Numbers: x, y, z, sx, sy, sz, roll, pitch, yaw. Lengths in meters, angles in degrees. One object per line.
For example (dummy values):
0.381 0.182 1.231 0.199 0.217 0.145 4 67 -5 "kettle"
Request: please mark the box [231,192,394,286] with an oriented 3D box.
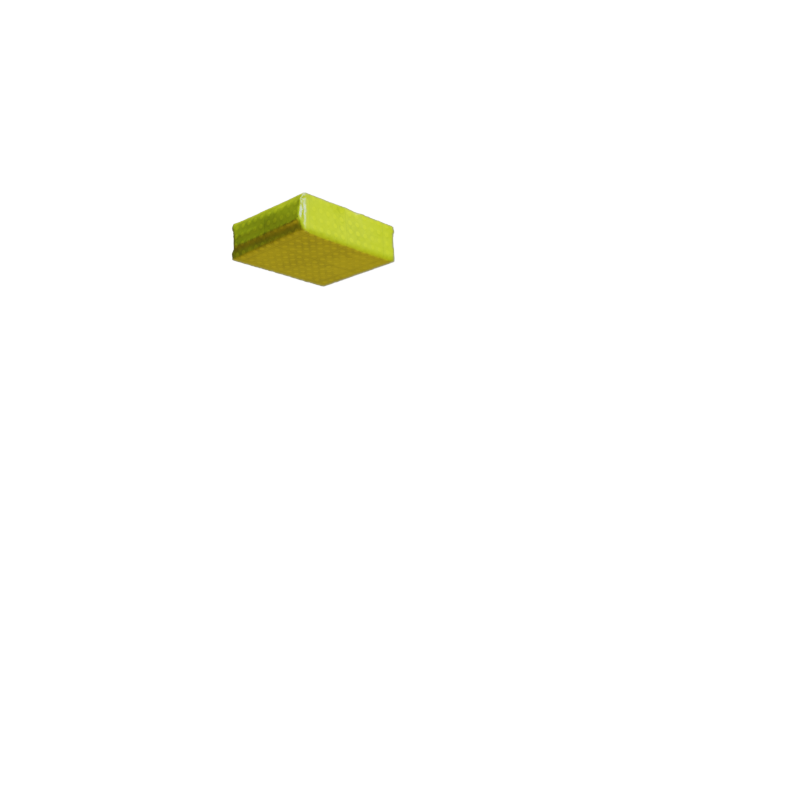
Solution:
-0.060 -0.109 0.762 0.084 0.032 0.074 15 -22 -42 "box"
